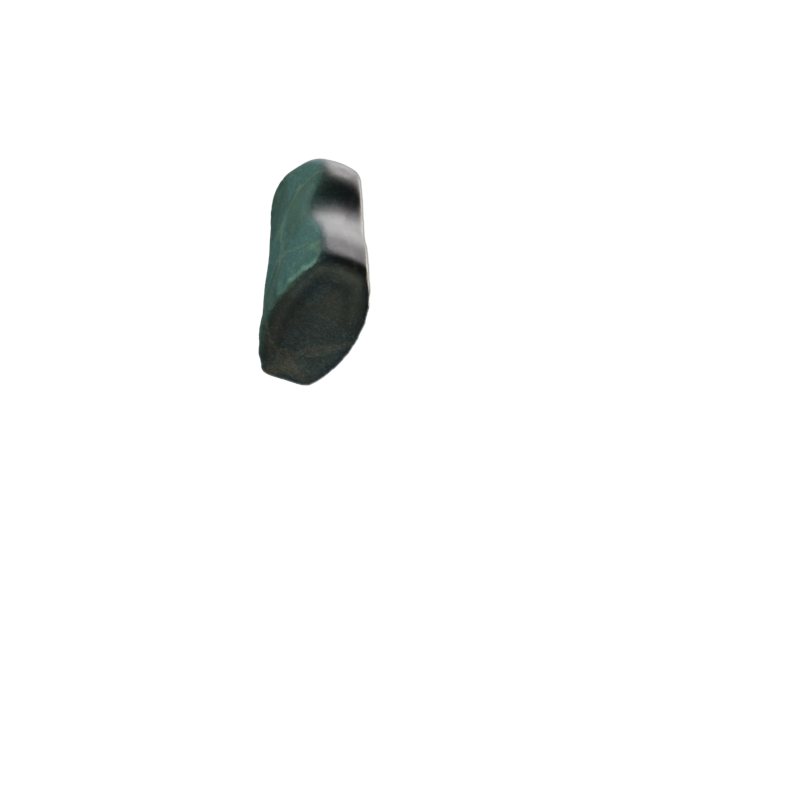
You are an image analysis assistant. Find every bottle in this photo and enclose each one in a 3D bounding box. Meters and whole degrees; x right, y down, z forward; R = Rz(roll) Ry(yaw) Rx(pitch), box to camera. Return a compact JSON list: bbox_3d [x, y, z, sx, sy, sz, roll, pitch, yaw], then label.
[{"bbox_3d":[-0.057,-0.104,0.730,0.057,0.092,0.205,17,34,-16],"label":"bottle"}]
